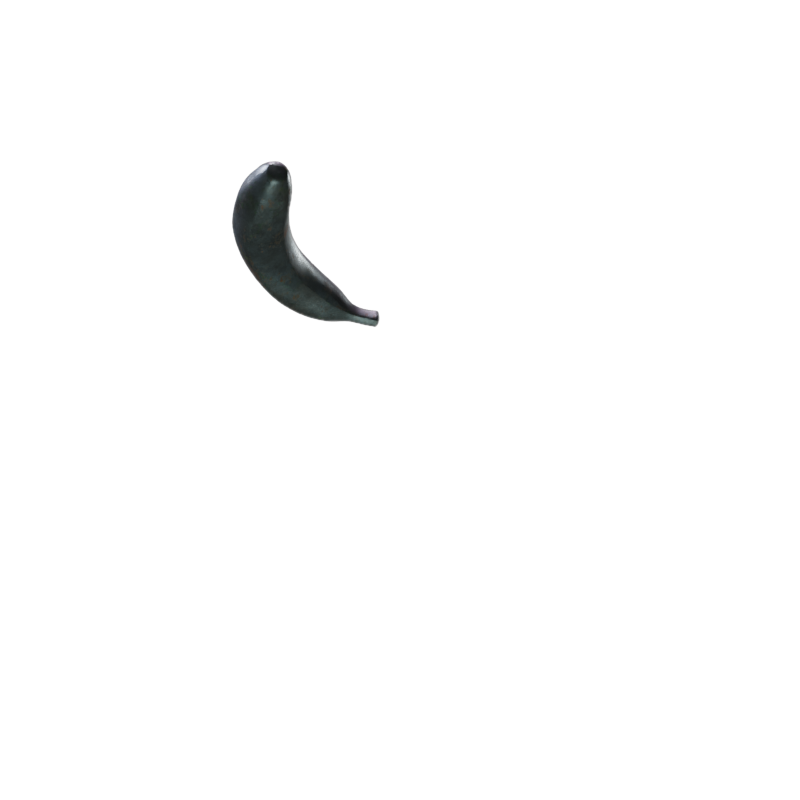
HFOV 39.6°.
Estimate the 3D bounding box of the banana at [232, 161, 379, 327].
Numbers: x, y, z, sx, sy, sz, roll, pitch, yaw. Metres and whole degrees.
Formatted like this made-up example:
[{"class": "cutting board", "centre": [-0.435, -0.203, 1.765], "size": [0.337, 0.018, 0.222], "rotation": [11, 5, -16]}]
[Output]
[{"class": "banana", "centre": [-0.075, -0.102, 0.751], "size": [0.070, 0.039, 0.183], "rotation": [-9, -27, 16]}]
